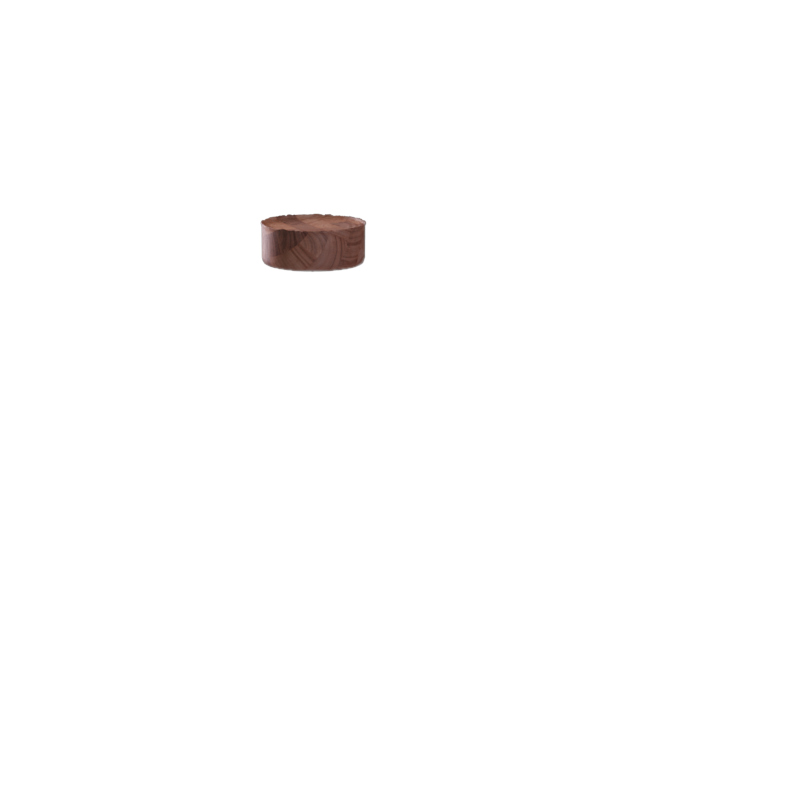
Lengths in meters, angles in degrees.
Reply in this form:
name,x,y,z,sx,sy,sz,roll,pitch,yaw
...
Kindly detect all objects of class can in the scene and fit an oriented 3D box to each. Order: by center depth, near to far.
name,x,y,z,sx,sy,sz,roll,pitch,yaw
can,-0.070,-0.128,0.900,0.086,0.032,0.089,-1,17,-2
